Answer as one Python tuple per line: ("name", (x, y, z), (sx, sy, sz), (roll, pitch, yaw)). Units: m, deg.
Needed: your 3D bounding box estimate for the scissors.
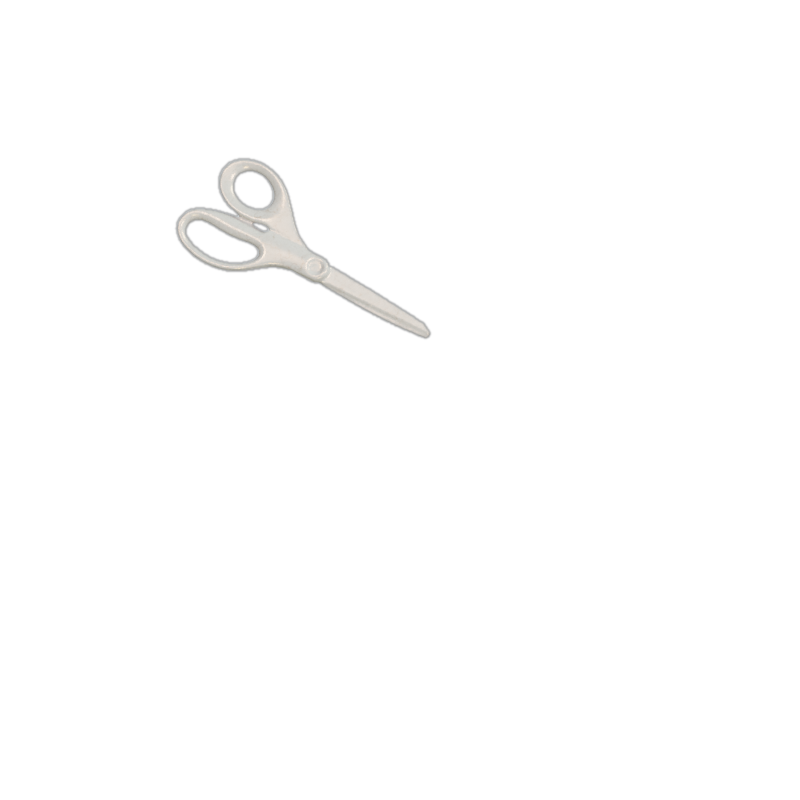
("scissors", (-0.065, -0.118, 0.826), (0.203, 0.099, 0.015), (15, -13, 4))
